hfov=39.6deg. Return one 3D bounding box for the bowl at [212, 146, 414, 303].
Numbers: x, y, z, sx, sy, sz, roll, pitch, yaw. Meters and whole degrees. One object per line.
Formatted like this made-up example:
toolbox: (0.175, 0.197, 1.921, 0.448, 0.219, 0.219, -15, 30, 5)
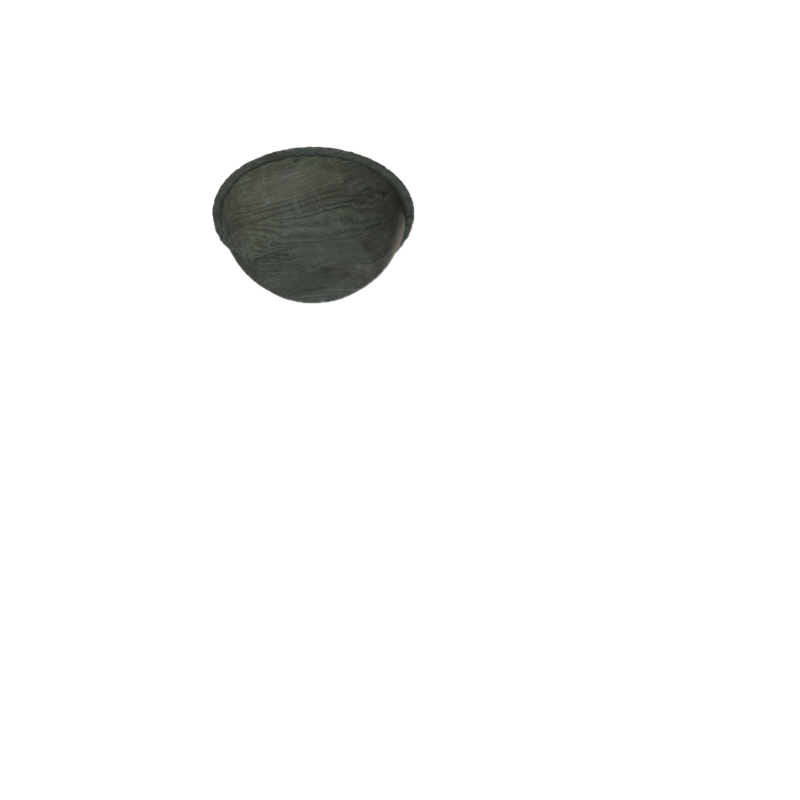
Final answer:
bowl: (-0.068, -0.124, 0.870, 0.162, 0.059, 0.151, 1, -35, -2)
